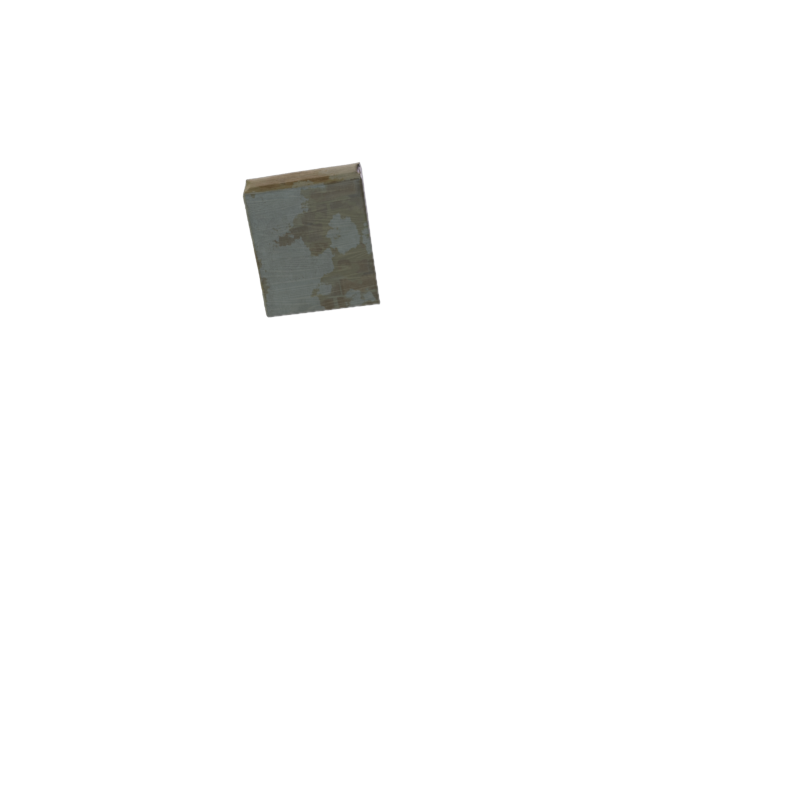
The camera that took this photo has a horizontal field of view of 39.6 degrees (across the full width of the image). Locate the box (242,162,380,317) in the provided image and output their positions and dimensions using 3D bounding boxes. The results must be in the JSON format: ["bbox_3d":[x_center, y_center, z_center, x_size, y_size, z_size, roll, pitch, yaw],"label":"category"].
[{"bbox_3d":[-0.054,-0.099,0.692,0.073,0.084,0.032,-7,26,3],"label":"box"}]
